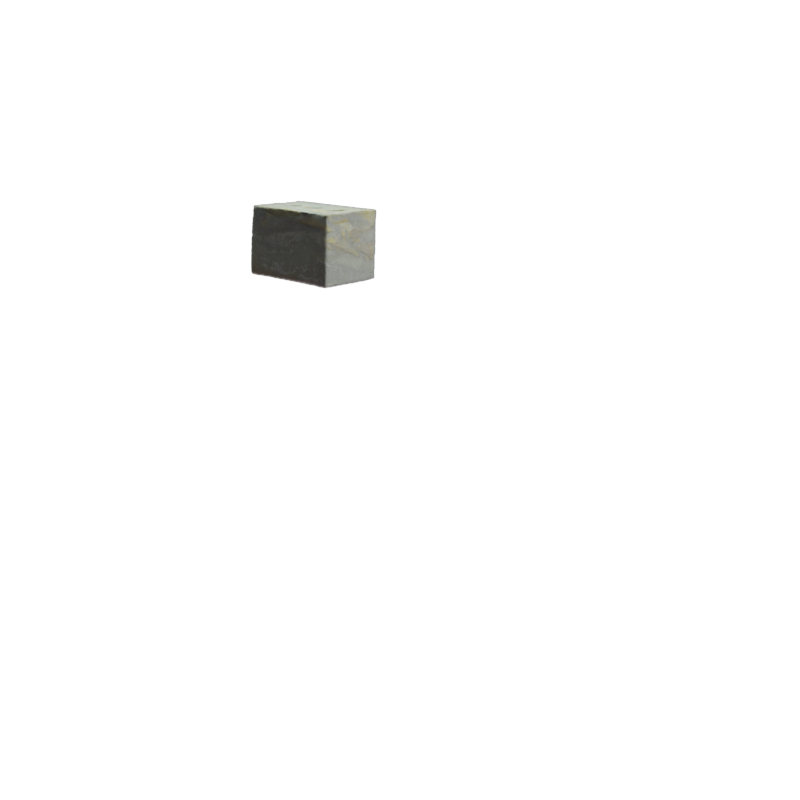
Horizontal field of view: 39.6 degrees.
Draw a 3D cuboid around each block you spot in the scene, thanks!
[{"bbox_3d":[-0.062,-0.113,0.794,0.082,0.050,0.051,13,18,41],"label":"block"}]
